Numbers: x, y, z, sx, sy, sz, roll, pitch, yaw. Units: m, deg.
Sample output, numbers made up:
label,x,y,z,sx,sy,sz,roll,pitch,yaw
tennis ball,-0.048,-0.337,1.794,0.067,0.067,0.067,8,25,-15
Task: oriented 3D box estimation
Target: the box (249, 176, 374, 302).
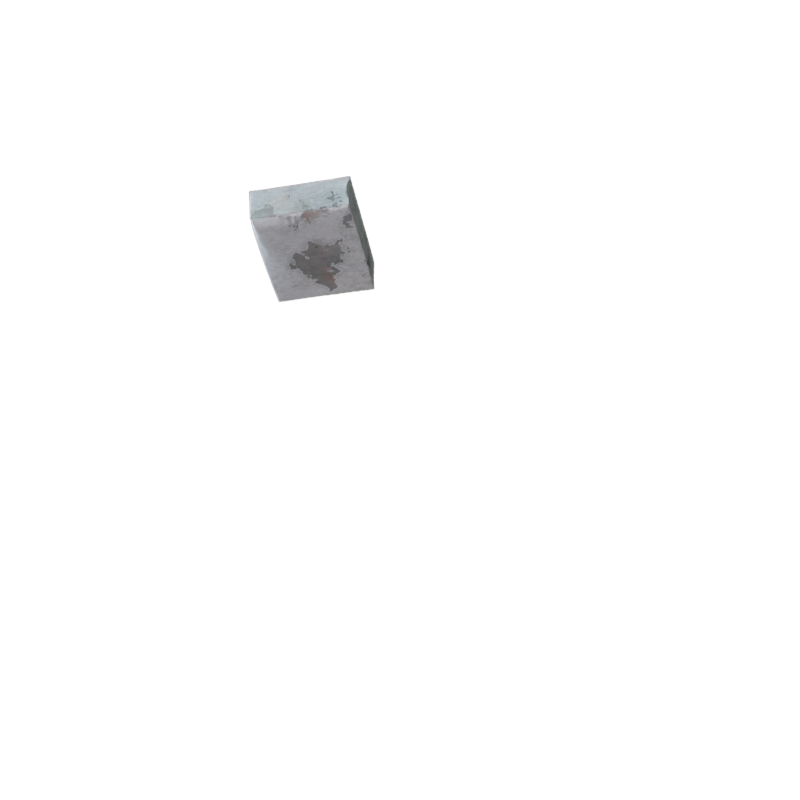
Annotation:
label,x,y,z,sx,sy,sz,roll,pitch,yaw
box,-0.076,-0.138,0.964,0.091,0.042,0.105,-7,-39,8
